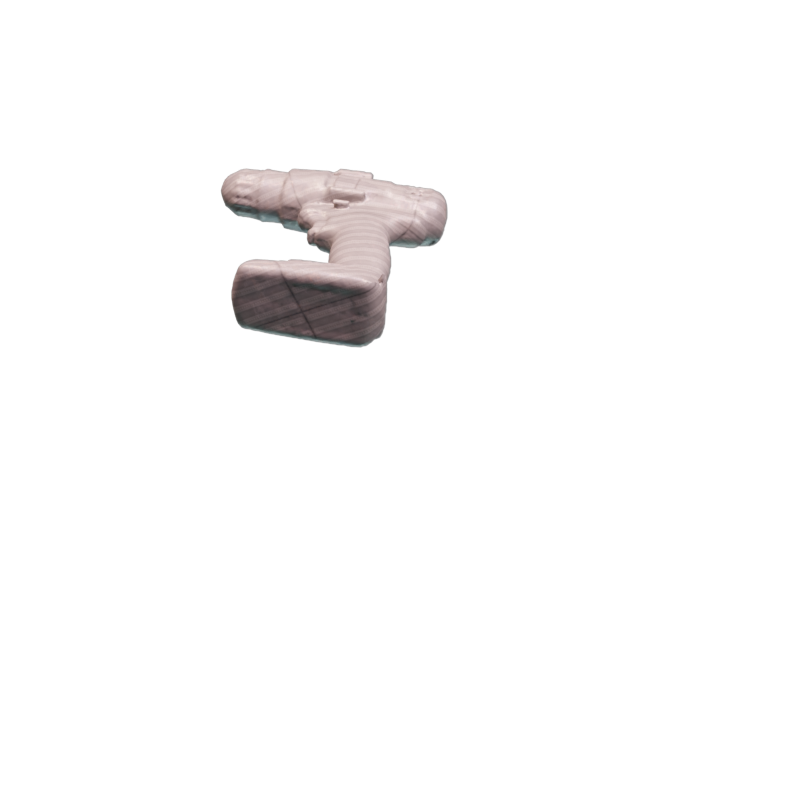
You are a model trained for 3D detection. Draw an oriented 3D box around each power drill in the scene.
[{"bbox_3d":[-0.065,-0.119,0.832,0.187,0.054,0.197,7,35,9],"label":"power drill"}]
